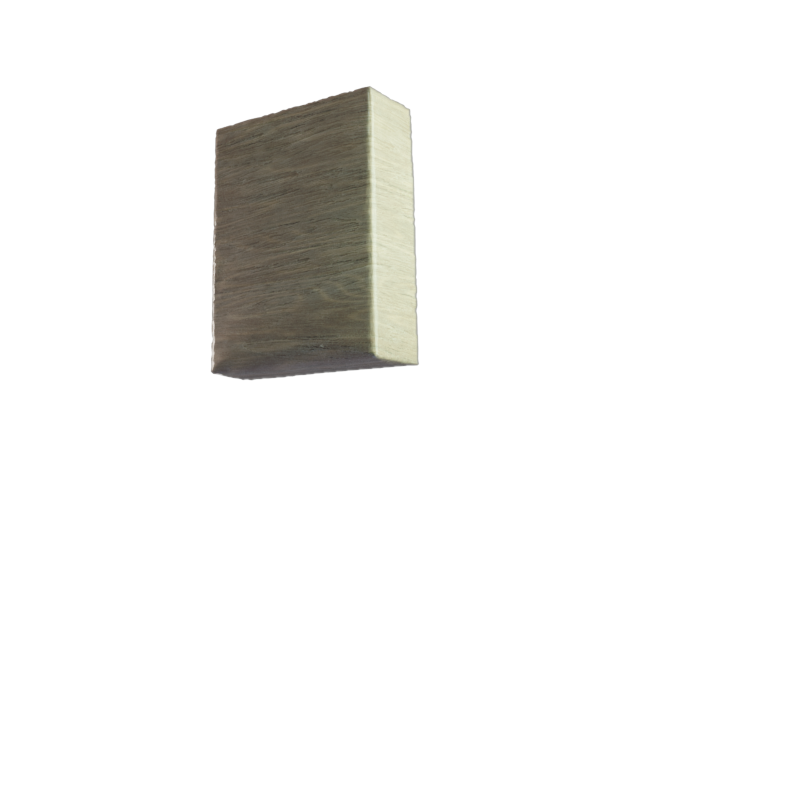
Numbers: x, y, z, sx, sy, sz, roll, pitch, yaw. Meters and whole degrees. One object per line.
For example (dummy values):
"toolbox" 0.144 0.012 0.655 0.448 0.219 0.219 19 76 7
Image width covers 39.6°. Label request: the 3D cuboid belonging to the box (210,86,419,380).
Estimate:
"box" -0.071 -0.129 0.904 0.168 0.221 0.068 -8 -15 33
